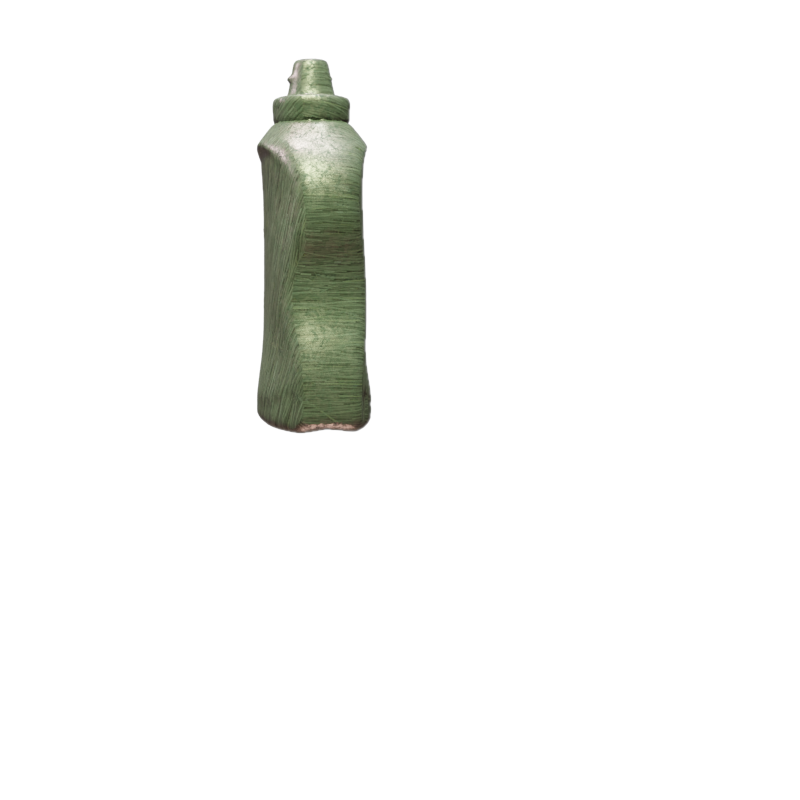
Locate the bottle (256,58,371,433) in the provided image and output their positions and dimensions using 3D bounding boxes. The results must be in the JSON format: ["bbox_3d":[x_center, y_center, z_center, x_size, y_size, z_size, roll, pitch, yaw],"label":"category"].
[{"bbox_3d":[-0.046,-0.084,0.587,0.058,0.192,0.097,0,0,-12],"label":"bottle"}]
